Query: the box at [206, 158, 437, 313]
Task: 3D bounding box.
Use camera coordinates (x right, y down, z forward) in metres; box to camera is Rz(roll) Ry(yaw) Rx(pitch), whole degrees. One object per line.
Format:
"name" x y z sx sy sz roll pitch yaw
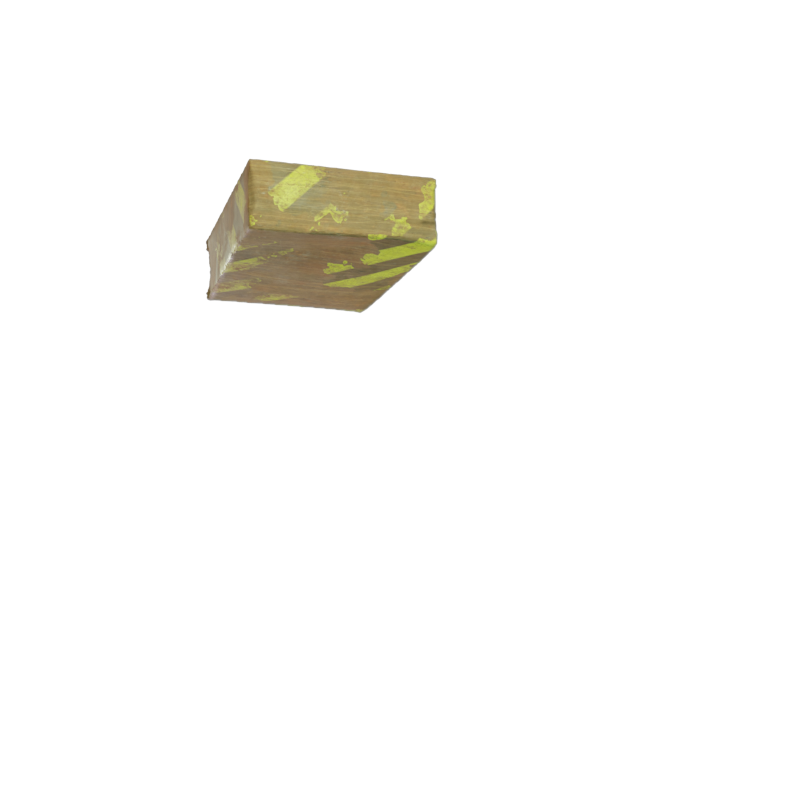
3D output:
"box" -0.042 -0.078 0.544 0.088 0.041 0.111 5 -17 -18
